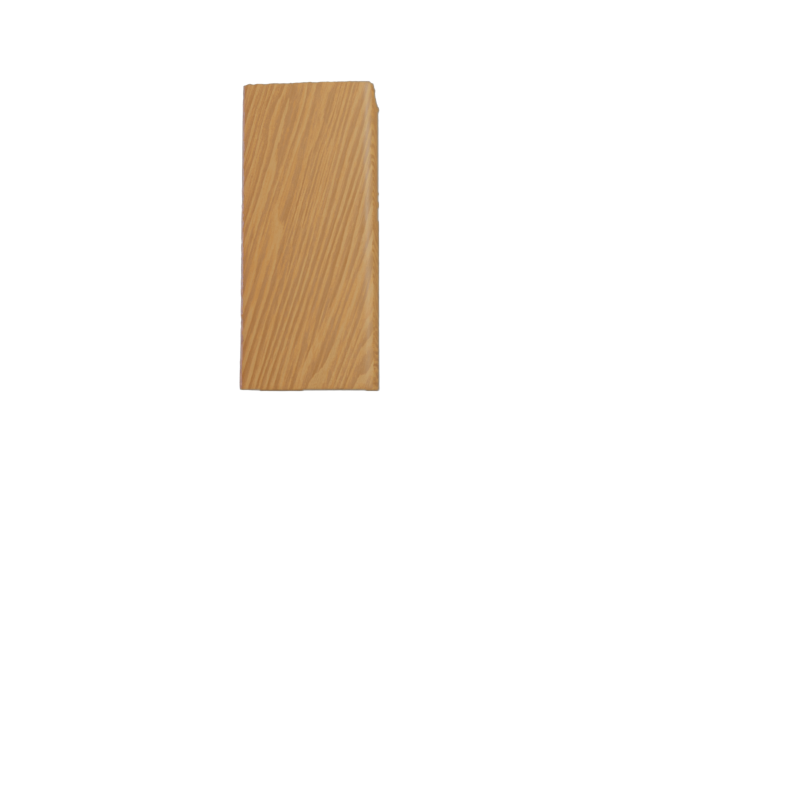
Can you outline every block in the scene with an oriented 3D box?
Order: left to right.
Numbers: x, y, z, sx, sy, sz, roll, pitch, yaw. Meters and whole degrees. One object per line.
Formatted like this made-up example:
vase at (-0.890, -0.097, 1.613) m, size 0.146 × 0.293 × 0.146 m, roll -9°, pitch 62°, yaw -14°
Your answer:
block at (-0.060, -0.111, 0.775) m, size 0.091 × 0.210 × 0.089 m, roll -1°, pitch -7°, yaw 4°
